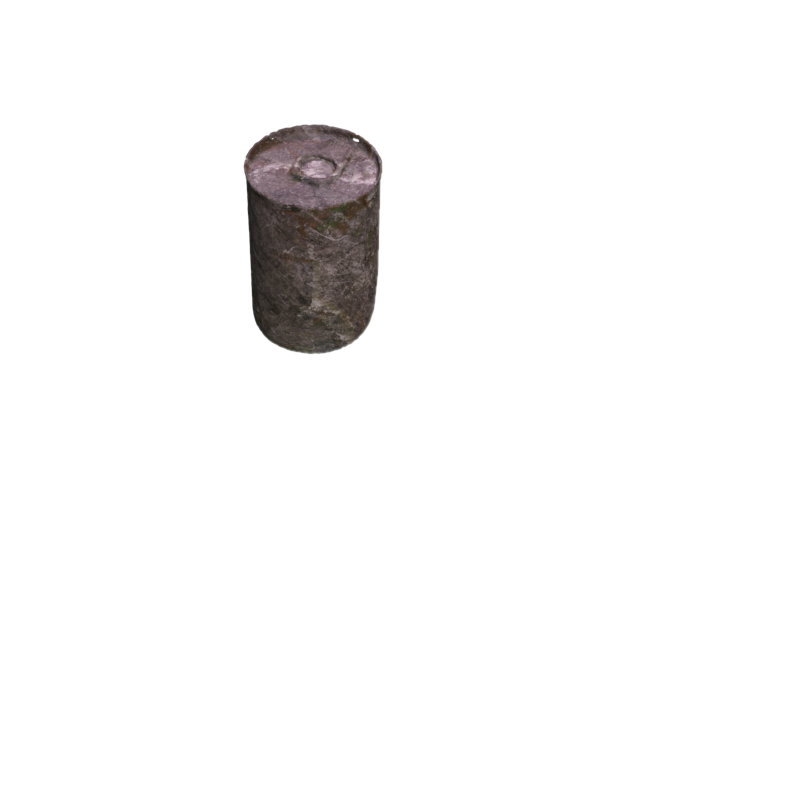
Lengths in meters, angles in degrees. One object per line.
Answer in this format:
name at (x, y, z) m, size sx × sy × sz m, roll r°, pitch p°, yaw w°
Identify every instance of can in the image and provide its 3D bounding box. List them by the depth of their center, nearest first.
can at (-0.045, -0.082, 0.575) m, size 0.068 × 0.074 × 0.095 m, roll 0°, pitch -45°, yaw -3°
